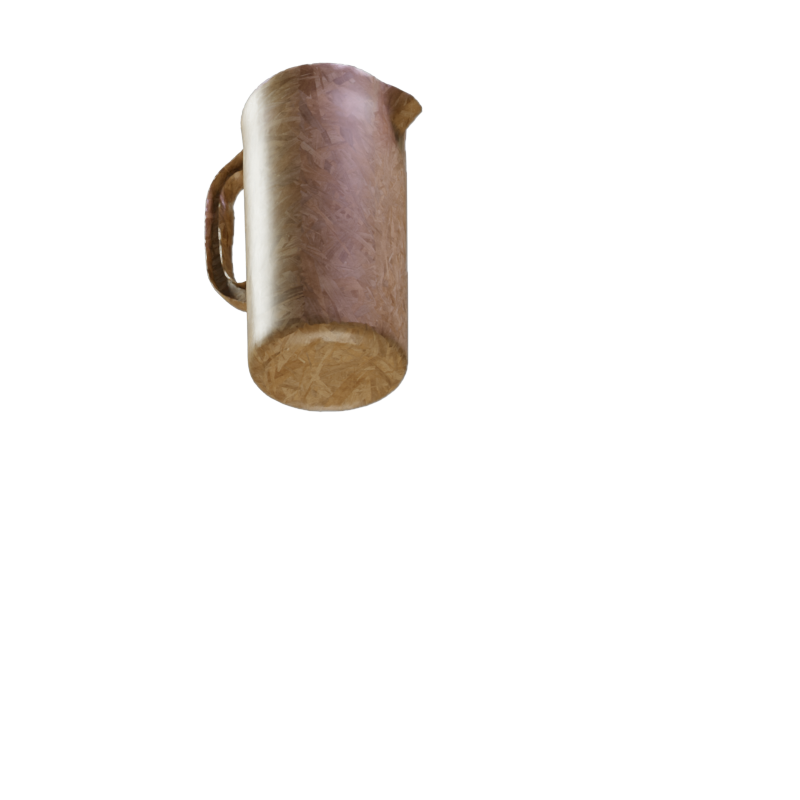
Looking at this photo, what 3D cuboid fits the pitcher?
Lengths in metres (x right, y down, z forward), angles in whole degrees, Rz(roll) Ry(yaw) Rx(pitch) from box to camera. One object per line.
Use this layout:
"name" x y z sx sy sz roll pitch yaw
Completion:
"pitcher" -0.064 -0.116 0.816 0.141 0.260 0.143 9 -37 -16
